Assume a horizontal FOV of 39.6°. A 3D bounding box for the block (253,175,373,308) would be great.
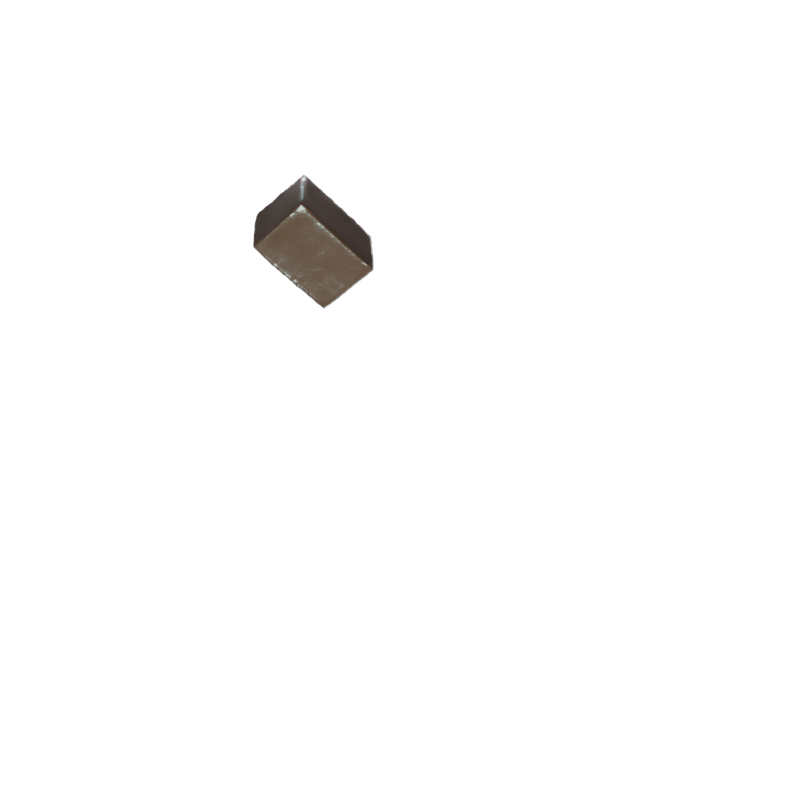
[{"bbox_3d":[-0.065,-0.118,0.827,0.052,0.074,0.055,-38,26,21],"label":"block"}]
